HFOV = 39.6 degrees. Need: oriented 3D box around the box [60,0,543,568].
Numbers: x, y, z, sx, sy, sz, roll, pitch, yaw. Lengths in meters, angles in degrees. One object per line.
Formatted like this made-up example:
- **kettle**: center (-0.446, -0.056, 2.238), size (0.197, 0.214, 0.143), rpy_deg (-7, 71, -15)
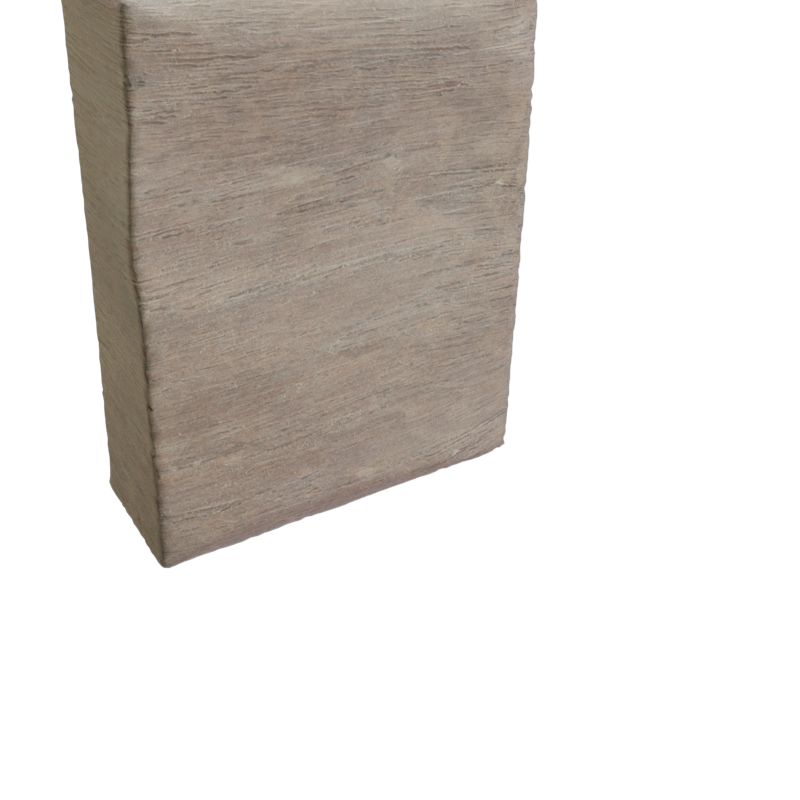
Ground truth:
- **box**: center (-0.033, -0.061, 0.427), size (0.161, 0.202, 0.077), rpy_deg (-14, 31, -28)
